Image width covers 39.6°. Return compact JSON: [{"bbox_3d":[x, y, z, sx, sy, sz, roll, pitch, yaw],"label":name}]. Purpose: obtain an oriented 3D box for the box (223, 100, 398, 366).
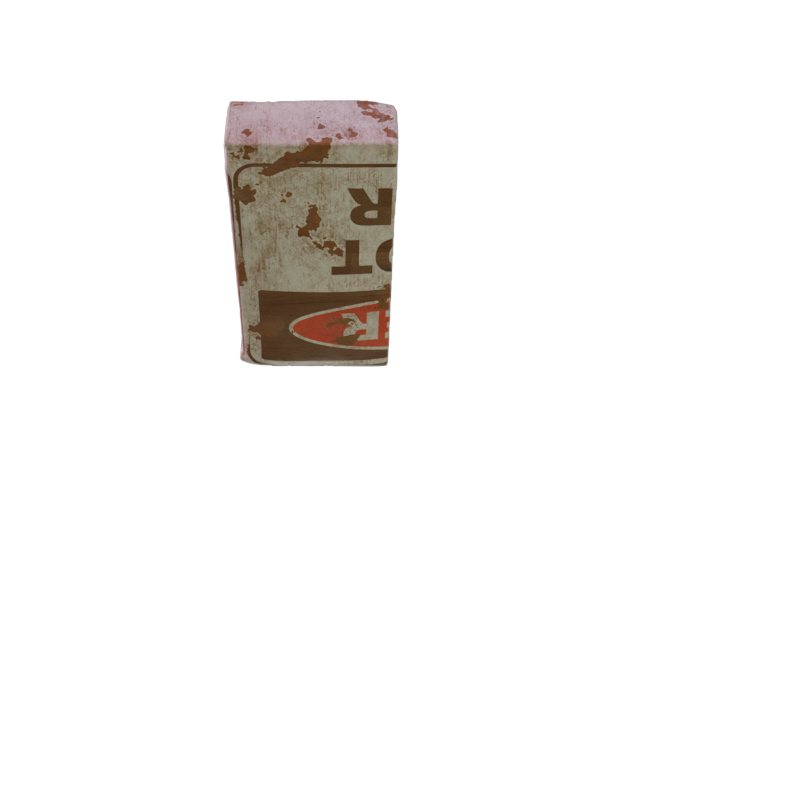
[{"bbox_3d":[-0.050,-0.092,0.642,0.093,0.164,0.051,2,45,-2],"label":"box"}]
